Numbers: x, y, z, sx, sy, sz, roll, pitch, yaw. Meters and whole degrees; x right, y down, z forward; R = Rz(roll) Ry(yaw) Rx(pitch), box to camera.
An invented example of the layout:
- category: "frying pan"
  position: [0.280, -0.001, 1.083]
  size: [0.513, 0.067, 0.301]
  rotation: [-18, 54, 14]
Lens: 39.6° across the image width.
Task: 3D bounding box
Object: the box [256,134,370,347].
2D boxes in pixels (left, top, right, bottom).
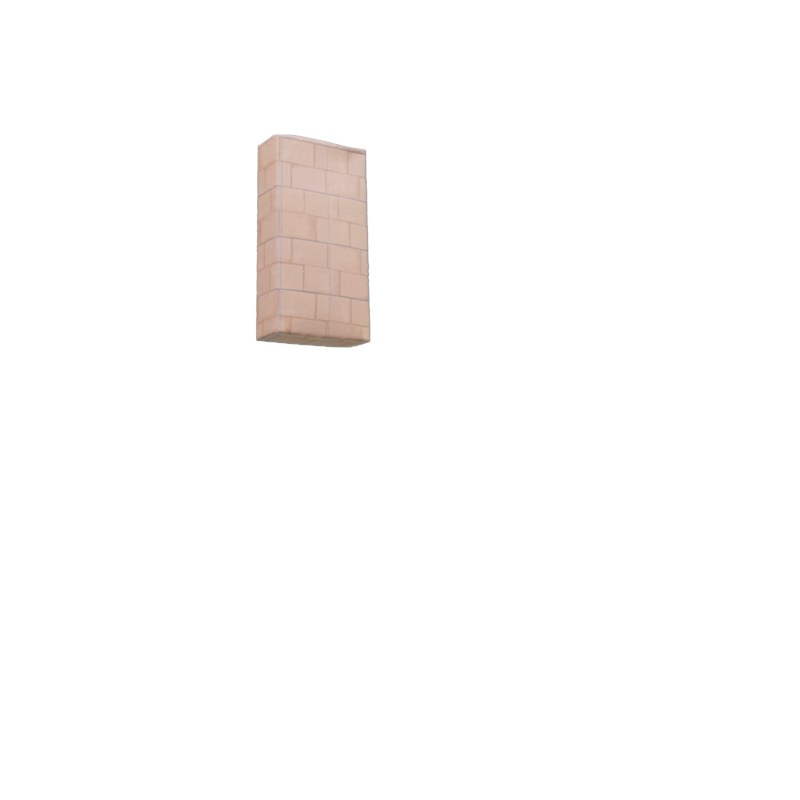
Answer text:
- category: "box"
  position: [-0.075, -0.136, 0.952]
  size: [0.090, 0.182, 0.048]
  rotation: [6, -15, -29]
